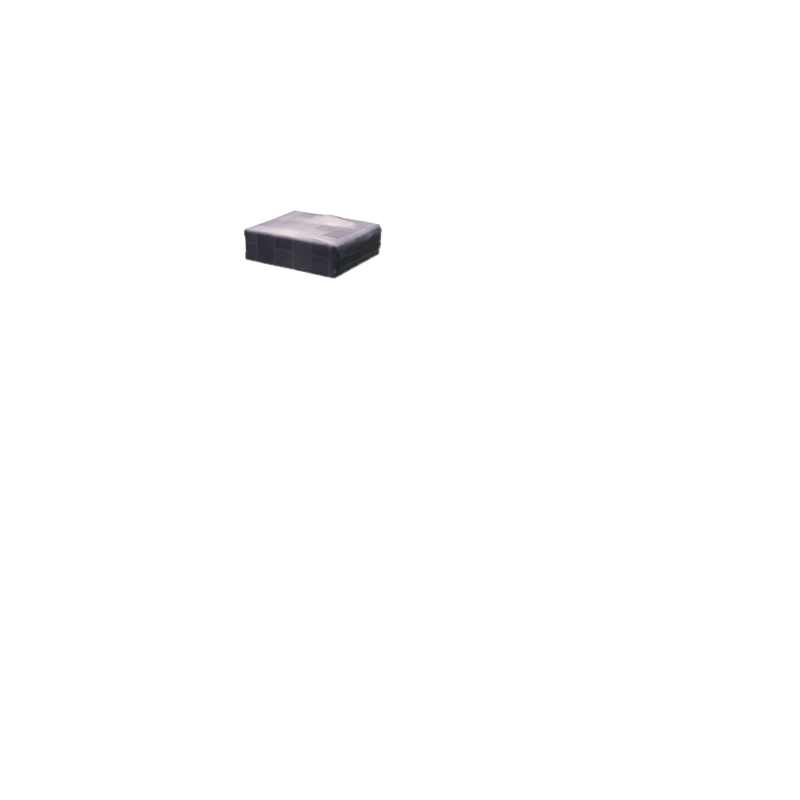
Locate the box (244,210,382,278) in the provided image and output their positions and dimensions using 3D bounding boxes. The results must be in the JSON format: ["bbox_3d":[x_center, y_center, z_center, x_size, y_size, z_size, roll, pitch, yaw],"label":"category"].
[{"bbox_3d":[-0.071,-0.129,0.905,0.093,0.029,0.073,13,26,28],"label":"box"}]
